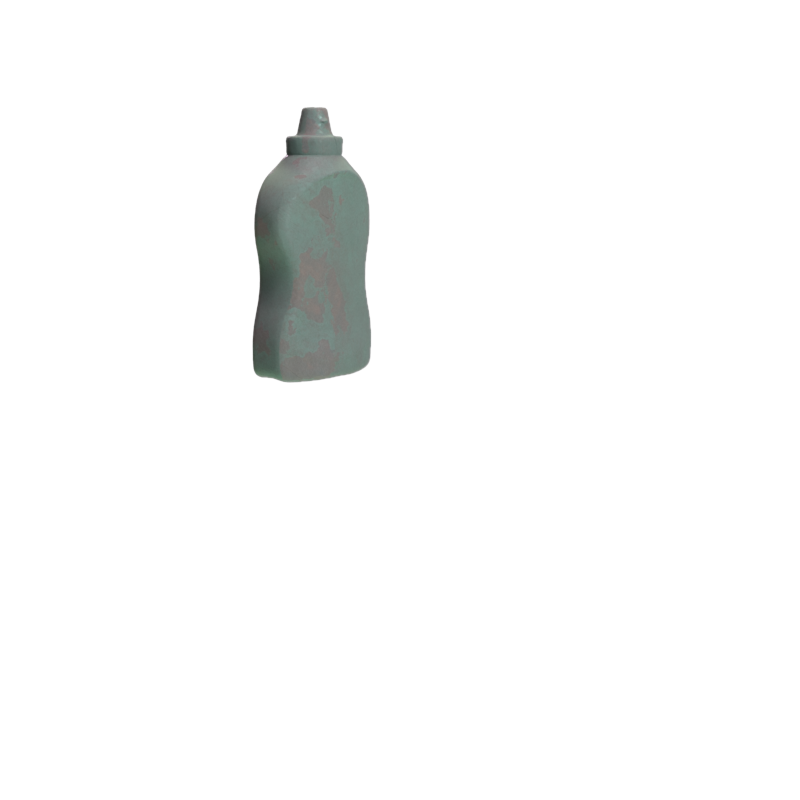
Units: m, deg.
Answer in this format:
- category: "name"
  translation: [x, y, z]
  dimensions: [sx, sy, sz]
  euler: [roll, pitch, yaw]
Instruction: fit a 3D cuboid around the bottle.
- category: "bottle"
  translation: [-0.062, -0.114, 0.798]
  dimensions: [0.061, 0.189, 0.093]
  euler: [5, 7, 44]
